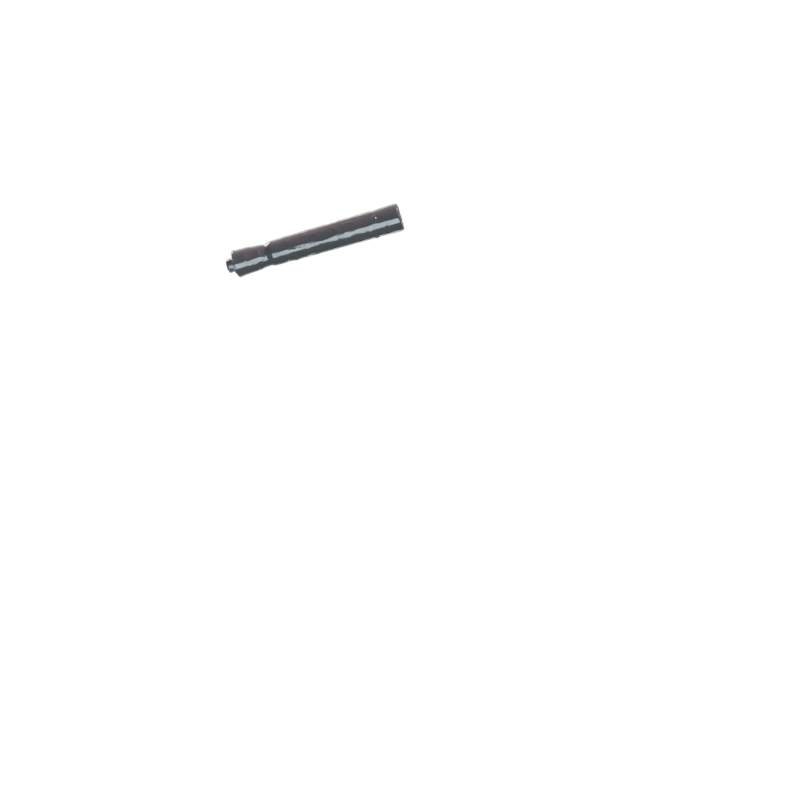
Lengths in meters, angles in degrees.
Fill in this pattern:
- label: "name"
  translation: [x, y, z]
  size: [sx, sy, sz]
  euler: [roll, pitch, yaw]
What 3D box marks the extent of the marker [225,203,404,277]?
- label: "marker"
  translation: [-0.058, -0.105, 0.739]
  size: [0.121, 0.020, 0.020]
  euler: [-15, 2, 7]
